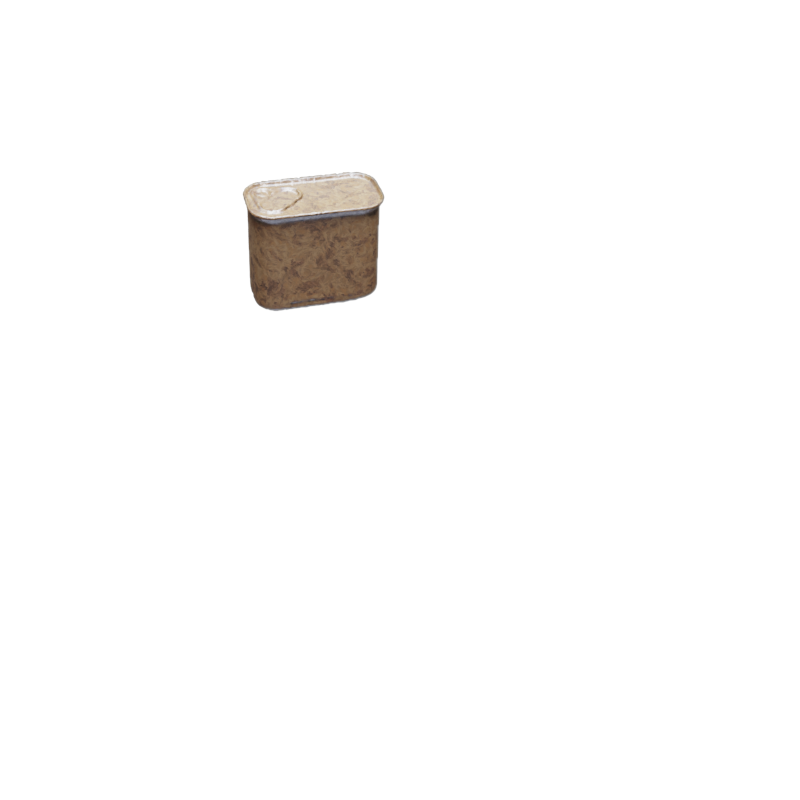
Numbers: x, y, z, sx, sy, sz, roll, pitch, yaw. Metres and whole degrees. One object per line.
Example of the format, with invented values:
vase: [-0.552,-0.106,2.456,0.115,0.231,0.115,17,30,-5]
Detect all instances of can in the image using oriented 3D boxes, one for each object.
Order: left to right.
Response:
can: [-0.066,-0.120,0.838,0.101,0.078,0.062,-8,36,-12]
